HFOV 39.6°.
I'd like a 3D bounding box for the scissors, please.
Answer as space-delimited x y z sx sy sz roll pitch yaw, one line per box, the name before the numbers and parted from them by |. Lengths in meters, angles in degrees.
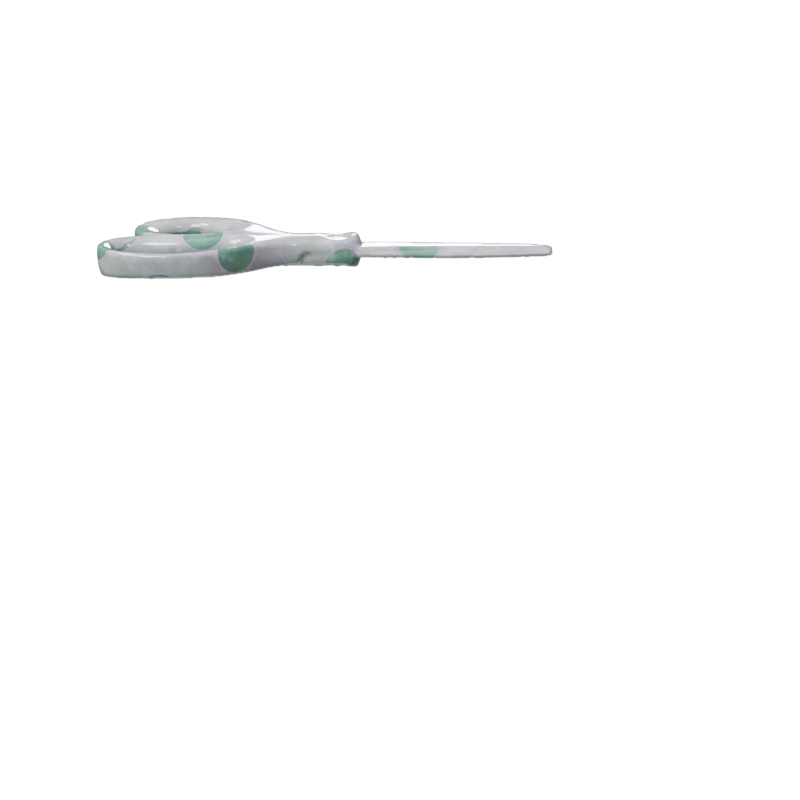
scissors | -0.041 -0.075 0.524 0.198 0.015 0.101 -5 20 -13
